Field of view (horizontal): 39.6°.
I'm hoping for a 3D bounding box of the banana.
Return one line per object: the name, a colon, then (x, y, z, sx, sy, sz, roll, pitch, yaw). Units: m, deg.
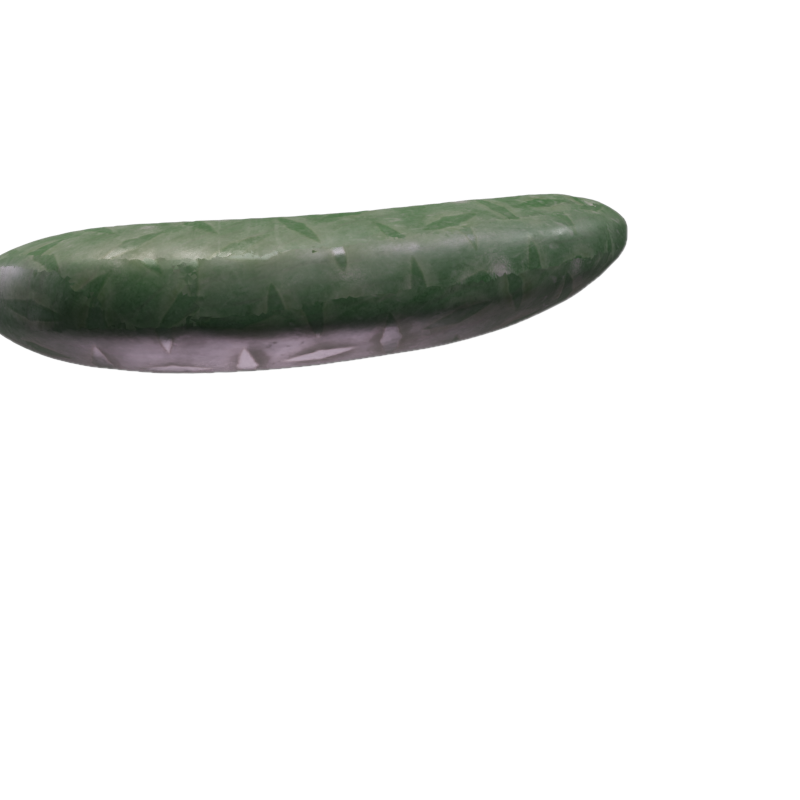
banana: (-0.024, -0.035, 0.294, 0.196, 0.035, 0.074, -4, 28, -7)
